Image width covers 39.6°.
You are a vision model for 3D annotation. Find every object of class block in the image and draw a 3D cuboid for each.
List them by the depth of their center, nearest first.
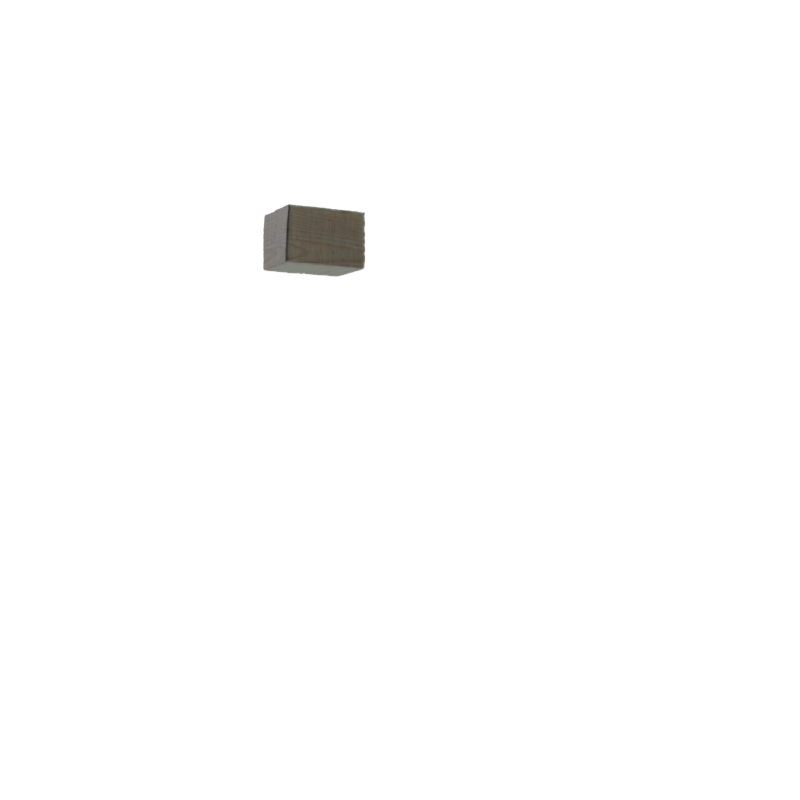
[{"bbox_3d":[-0.077,-0.140,0.979,0.075,0.052,0.054,3,-7,-29],"label":"block"}]
